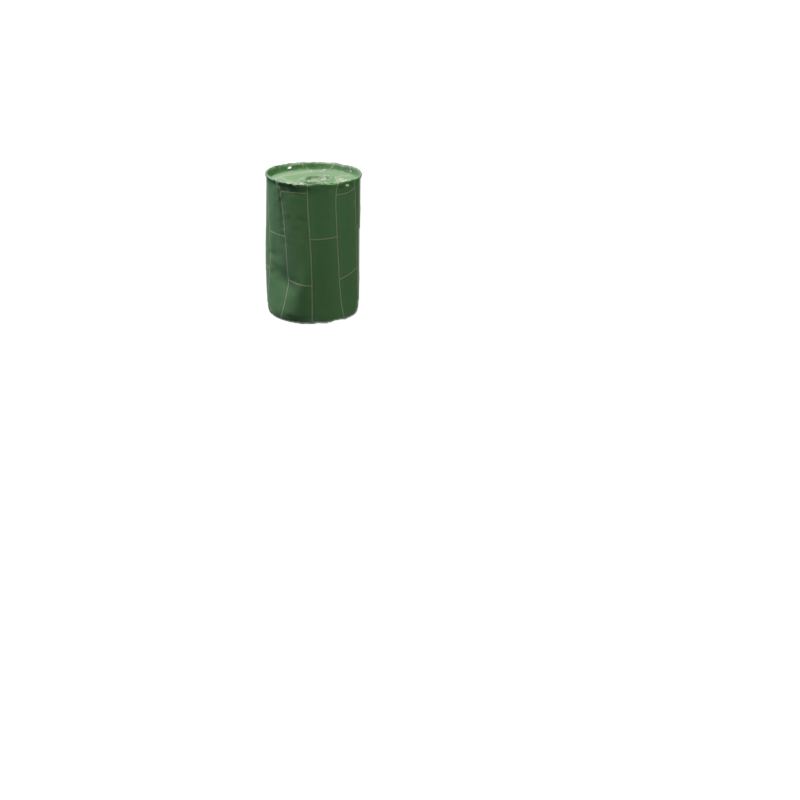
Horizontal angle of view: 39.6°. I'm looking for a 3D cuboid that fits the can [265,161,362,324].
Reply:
[{"bbox_3d":[-0.062,-0.113,0.789,0.068,0.098,0.072,0,19,-2],"label":"can"}]
